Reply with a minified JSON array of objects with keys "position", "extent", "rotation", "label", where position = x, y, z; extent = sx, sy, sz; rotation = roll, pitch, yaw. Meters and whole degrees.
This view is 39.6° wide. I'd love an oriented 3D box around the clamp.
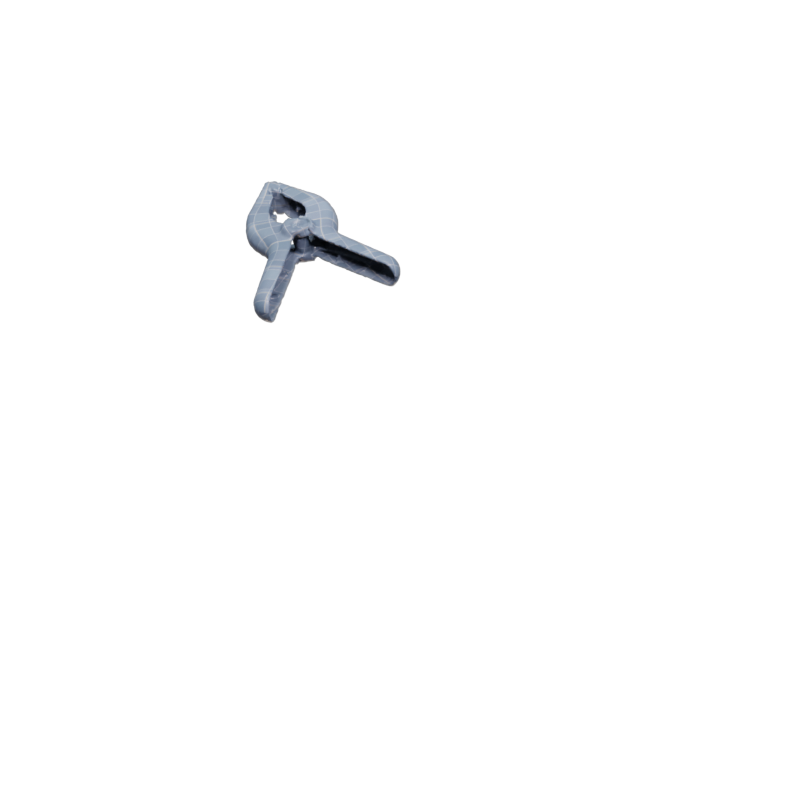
[{"position":[-0.073,-0.133,0.929],"extent":[0.119,0.037,0.185],"rotation":[-8,43,-9],"label":"clamp"}]
